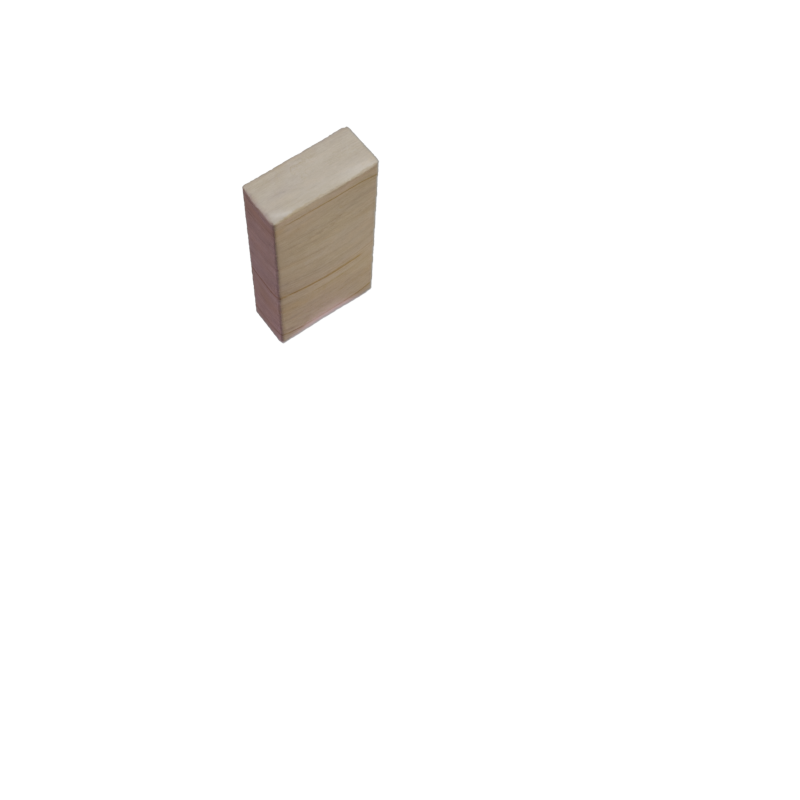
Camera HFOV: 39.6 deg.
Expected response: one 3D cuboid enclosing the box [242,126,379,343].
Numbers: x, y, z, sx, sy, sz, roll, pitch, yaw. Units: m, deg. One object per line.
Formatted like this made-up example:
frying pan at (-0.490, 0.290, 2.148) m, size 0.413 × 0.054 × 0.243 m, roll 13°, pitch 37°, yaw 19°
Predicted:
box at (-0.065, -0.119, 0.832) m, size 0.094 × 0.051 × 0.167 m, roll -34°, pitch -18°, yaw -17°
